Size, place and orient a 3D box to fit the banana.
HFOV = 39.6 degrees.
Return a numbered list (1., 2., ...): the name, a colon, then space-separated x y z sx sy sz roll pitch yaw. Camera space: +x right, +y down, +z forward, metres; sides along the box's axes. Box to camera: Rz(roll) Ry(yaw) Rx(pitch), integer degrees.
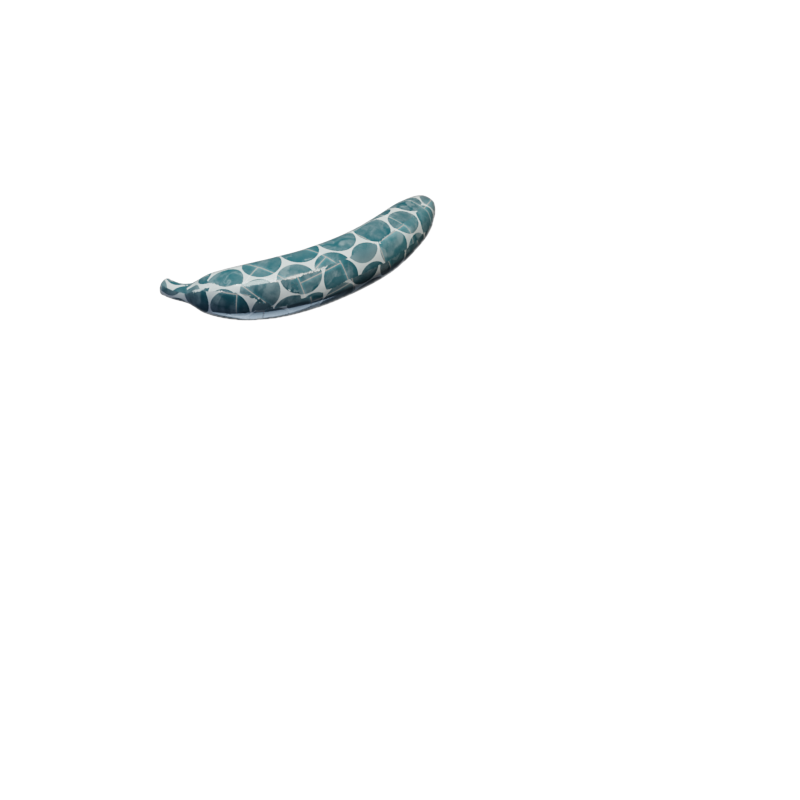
1. banana: -0.051 -0.090 0.708 0.196 0.034 0.075 -20 46 -20
